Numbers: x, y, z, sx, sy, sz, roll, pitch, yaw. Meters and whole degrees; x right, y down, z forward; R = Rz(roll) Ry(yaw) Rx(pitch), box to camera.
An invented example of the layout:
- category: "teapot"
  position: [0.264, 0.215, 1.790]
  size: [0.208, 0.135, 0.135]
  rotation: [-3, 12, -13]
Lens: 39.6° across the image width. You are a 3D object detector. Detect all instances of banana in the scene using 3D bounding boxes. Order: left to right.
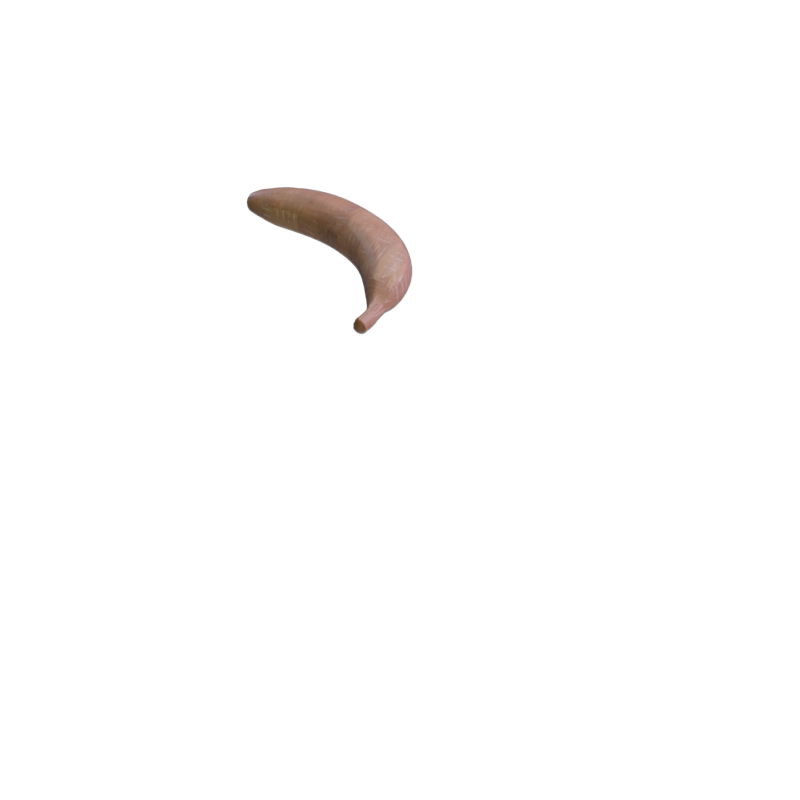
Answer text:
- category: "banana"
  position: [-0.044, -0.115, 0.795]
  size: [0.068, 0.034, 0.213]
  rotation: [-15, 36, -22]
